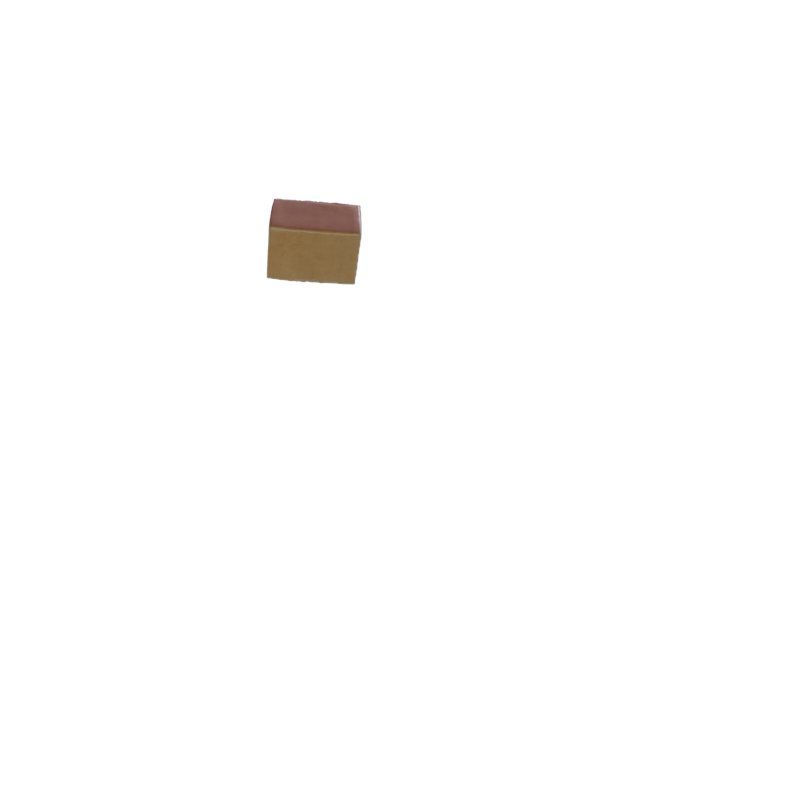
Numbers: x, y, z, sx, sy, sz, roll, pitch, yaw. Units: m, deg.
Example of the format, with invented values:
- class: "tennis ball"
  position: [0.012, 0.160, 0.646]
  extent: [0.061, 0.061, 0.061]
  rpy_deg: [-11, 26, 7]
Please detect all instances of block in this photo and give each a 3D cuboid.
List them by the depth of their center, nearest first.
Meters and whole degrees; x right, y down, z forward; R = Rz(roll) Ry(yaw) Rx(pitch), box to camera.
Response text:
- class: "block"
  position: [-0.074, -0.135, 0.943]
  extent: [0.077, 0.050, 0.055]
  rpy_deg: [4, 34, -4]
